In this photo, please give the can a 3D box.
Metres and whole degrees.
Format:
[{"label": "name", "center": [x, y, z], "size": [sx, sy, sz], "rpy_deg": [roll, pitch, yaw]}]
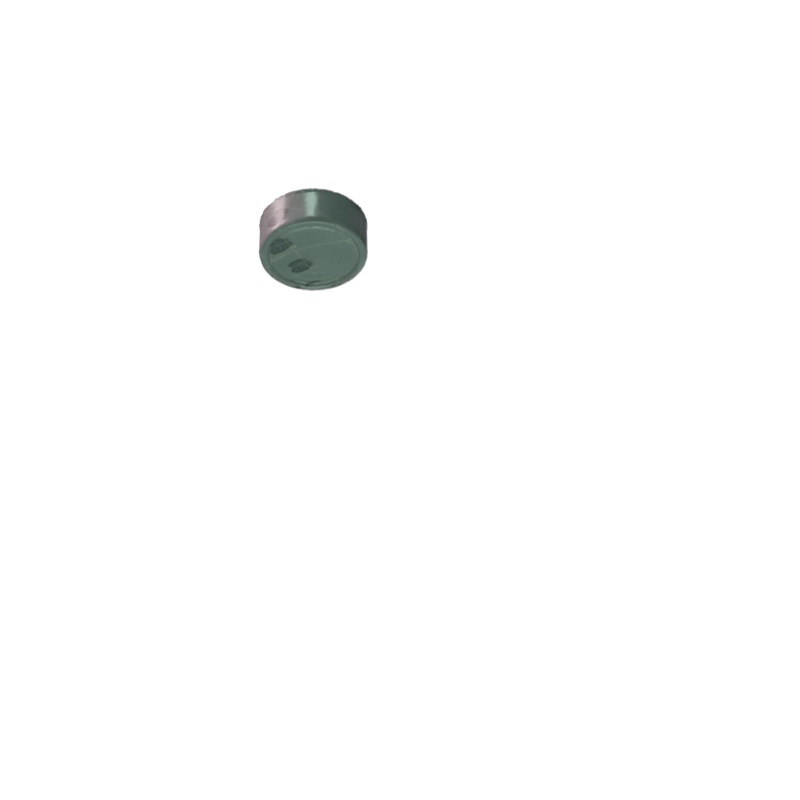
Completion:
[{"label": "can", "center": [-0.068, -0.124, 0.866], "size": [0.086, 0.036, 0.080], "rpy_deg": [1, -37, -2]}]
